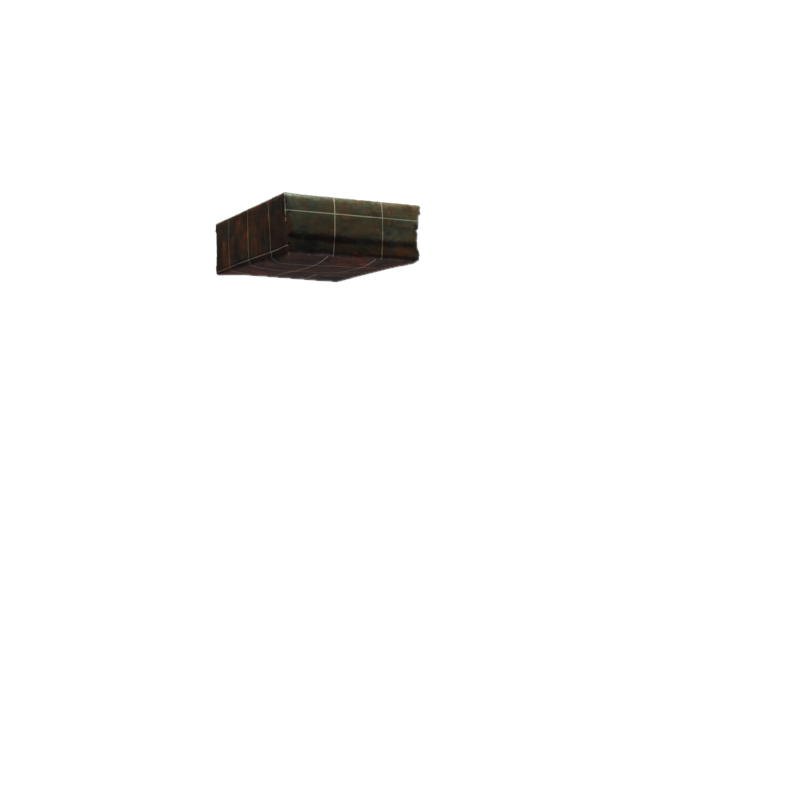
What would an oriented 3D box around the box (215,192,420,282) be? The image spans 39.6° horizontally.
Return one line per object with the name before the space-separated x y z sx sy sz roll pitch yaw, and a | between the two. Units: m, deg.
box | -0.054 -0.097 0.682 0.087 0.039 0.116 0 0 -28
